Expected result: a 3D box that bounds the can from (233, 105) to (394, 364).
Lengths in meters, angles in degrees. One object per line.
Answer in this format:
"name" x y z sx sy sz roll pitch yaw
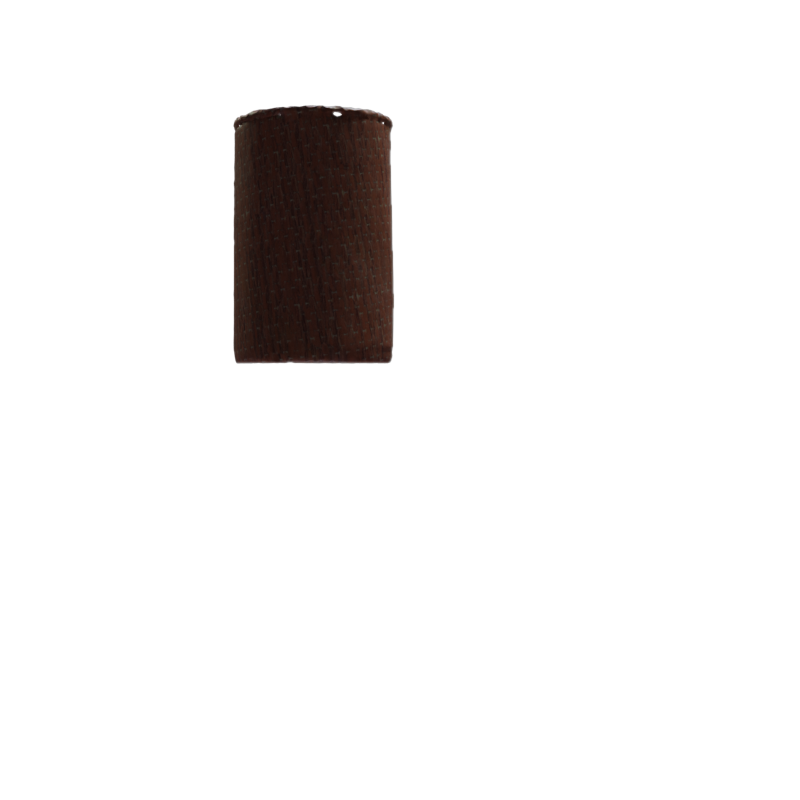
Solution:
"can" -0.037 -0.067 0.467 0.068 0.104 0.068 0 -4 -2
